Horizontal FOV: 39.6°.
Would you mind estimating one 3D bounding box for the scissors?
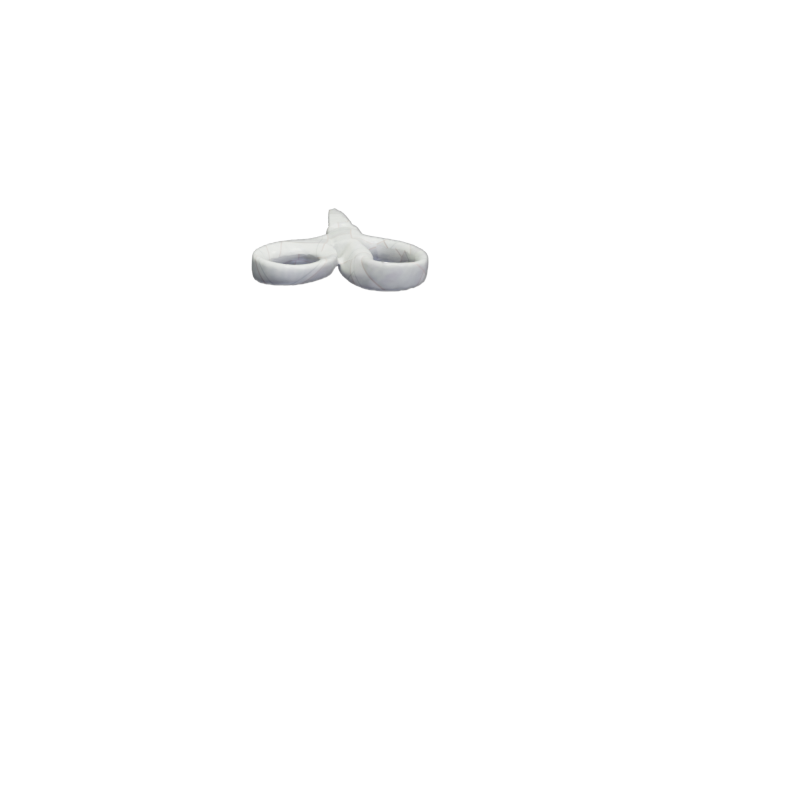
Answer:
[{"bbox_3d":[-0.048,-0.087,0.613,0.094,0.015,0.212,-6,19,-18],"label":"scissors"}]
